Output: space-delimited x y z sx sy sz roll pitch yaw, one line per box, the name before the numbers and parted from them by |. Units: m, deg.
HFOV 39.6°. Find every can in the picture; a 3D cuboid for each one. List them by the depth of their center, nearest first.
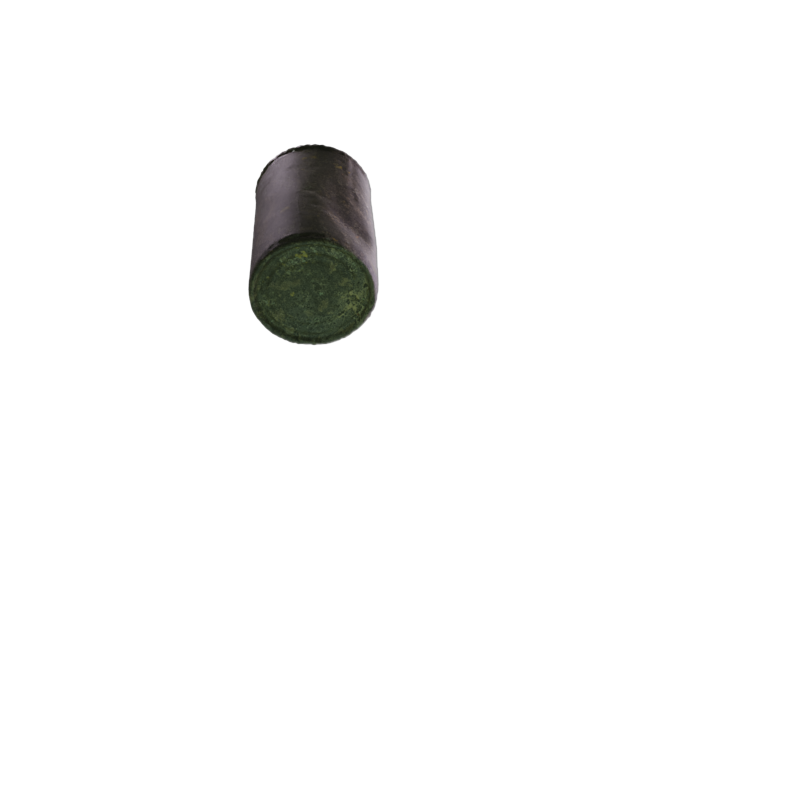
can | -0.047 -0.086 0.605 0.068 0.064 0.109 -1 37 -3
